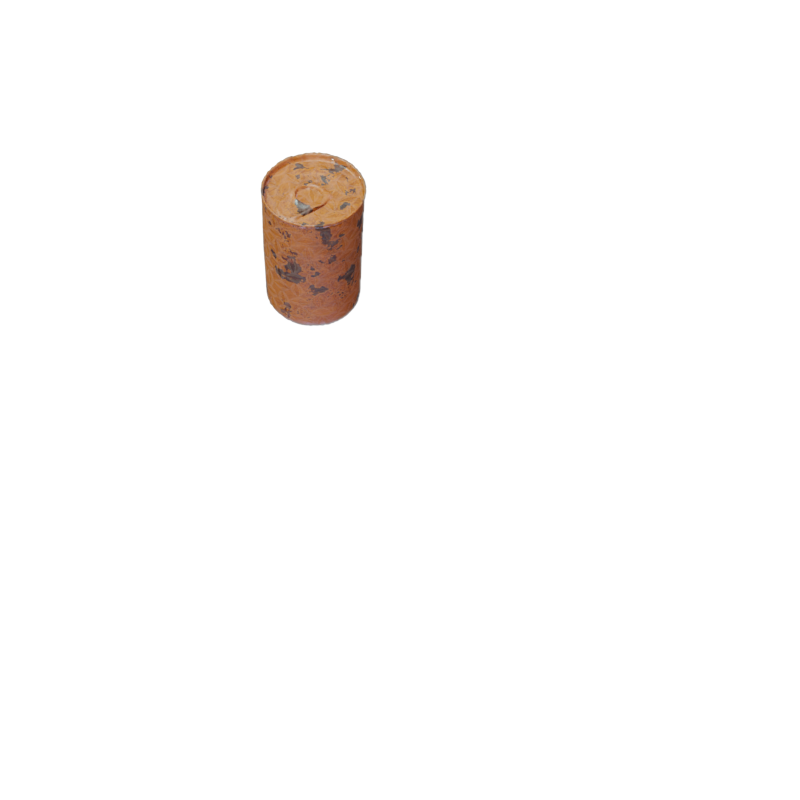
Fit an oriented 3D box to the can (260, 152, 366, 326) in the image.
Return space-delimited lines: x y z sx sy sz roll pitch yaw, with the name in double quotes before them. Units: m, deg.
"can" -0.059 -0.107 0.748 0.068 0.073 0.095 0 -39 -3
